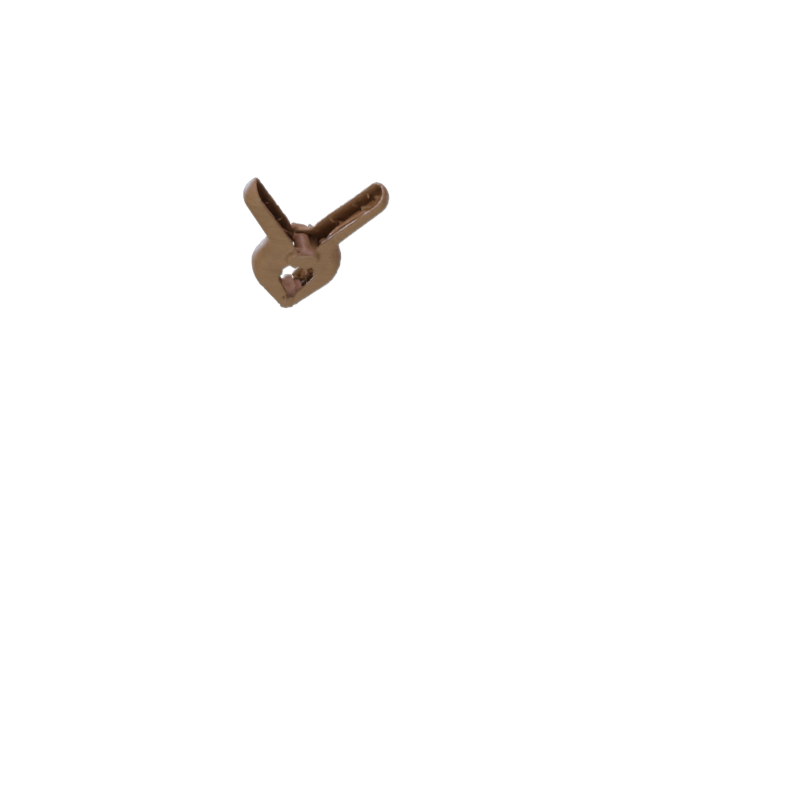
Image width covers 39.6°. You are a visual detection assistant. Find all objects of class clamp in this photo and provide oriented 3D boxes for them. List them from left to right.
[{"bbox_3d":[-0.075,-0.137,0.959,0.119,0.042,0.162,2,-27,-5],"label":"clamp"}]
